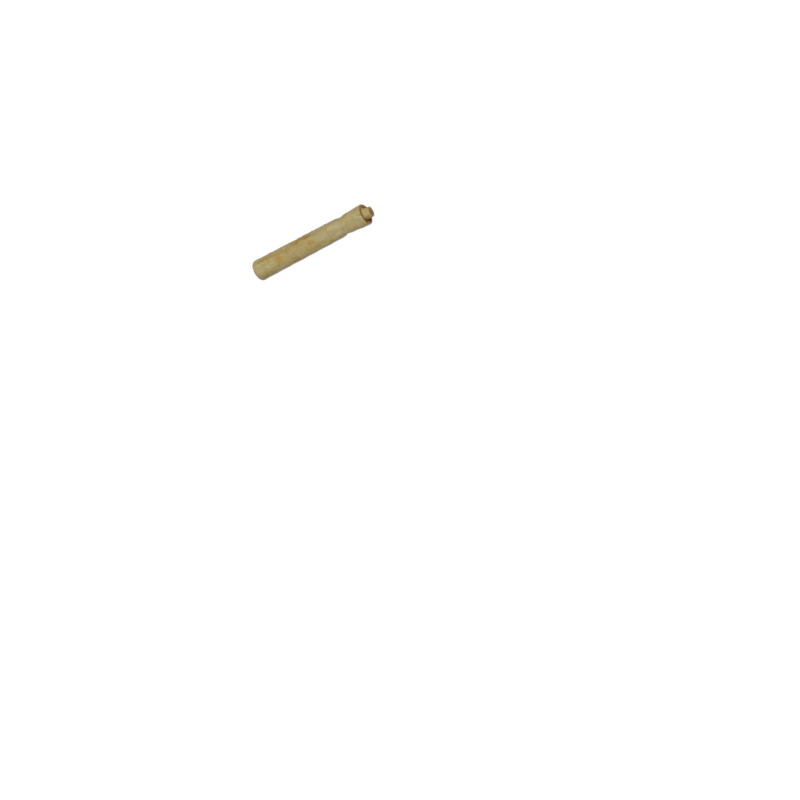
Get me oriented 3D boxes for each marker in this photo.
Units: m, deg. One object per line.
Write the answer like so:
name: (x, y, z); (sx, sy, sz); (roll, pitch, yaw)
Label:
marker: (-0.073, -0.133, 0.930); (0.121, 0.020, 0.019); (-23, -8, 28)
